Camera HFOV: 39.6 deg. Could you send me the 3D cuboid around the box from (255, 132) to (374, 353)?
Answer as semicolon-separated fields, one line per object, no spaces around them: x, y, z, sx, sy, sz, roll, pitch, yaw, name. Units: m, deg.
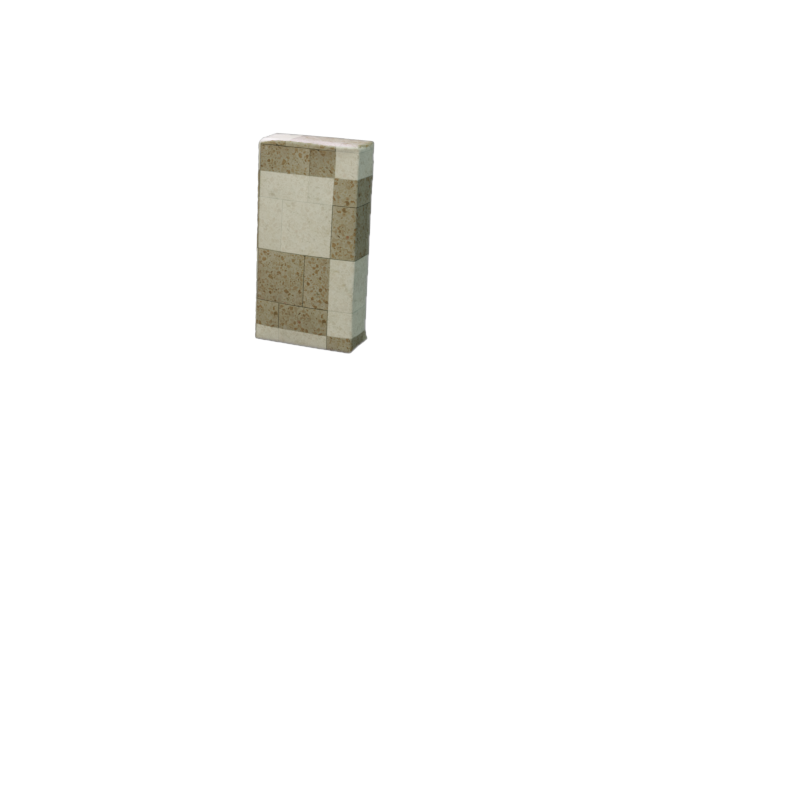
-0.074;-0.134;0.939;0.096;0.170;0.048;8;18;21;box
